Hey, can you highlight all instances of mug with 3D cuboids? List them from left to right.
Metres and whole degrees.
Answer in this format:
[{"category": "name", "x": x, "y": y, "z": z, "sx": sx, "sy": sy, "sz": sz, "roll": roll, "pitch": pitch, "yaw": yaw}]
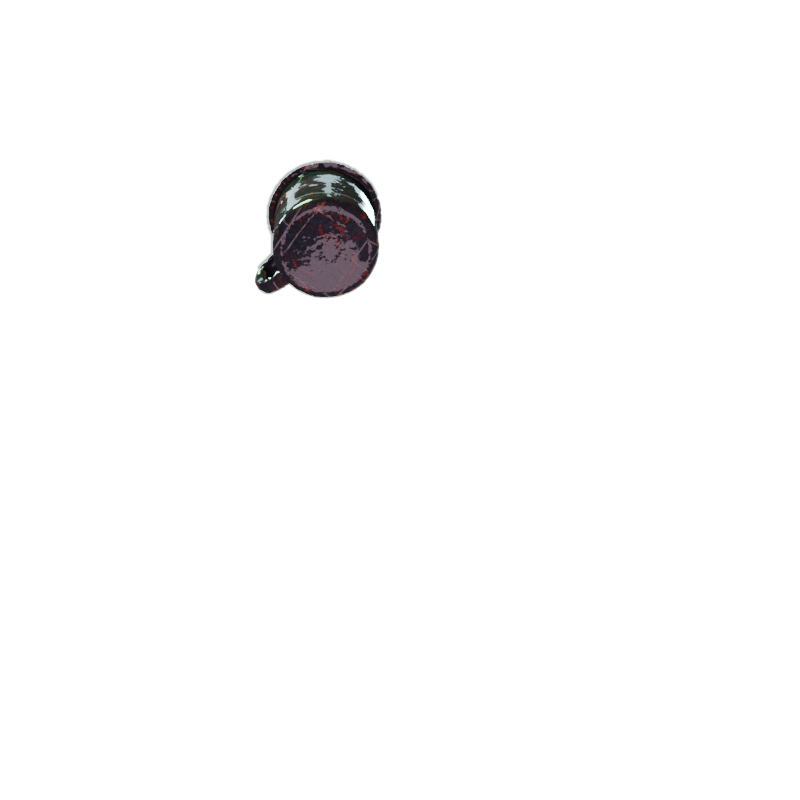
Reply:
[{"category": "mug", "x": -0.068, "y": -0.125, "z": 0.874, "sx": 0.116, "sy": 0.089, "sz": 0.086, "roll": -35, "pitch": 21, "yaw": 13}]
